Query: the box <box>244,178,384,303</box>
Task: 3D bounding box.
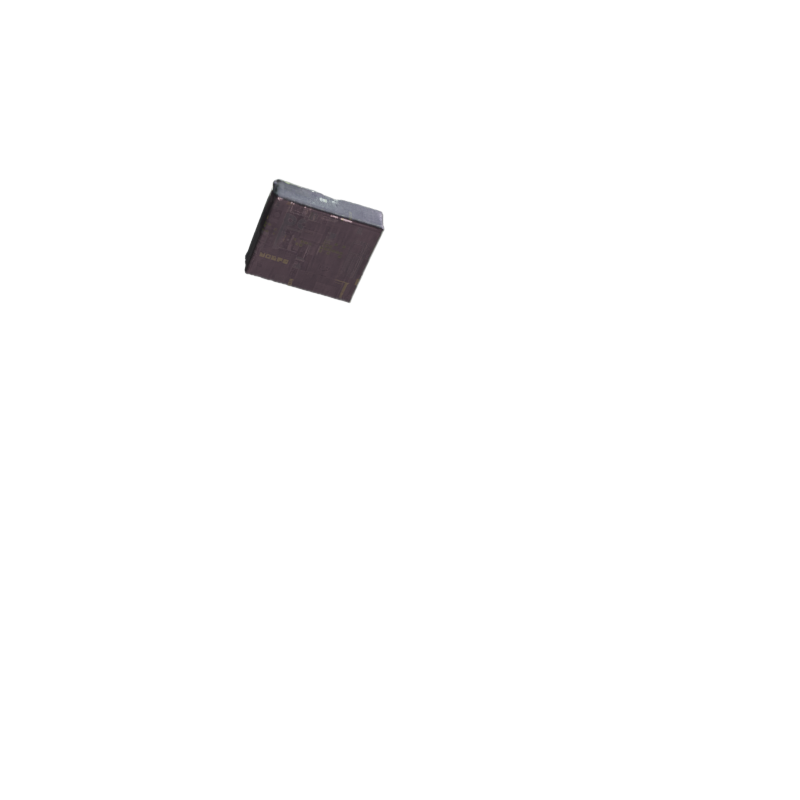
[{"bbox_3d":[-0.066,-0.121,0.844,0.087,0.070,0.032,17,33,-12],"label":"box"}]
